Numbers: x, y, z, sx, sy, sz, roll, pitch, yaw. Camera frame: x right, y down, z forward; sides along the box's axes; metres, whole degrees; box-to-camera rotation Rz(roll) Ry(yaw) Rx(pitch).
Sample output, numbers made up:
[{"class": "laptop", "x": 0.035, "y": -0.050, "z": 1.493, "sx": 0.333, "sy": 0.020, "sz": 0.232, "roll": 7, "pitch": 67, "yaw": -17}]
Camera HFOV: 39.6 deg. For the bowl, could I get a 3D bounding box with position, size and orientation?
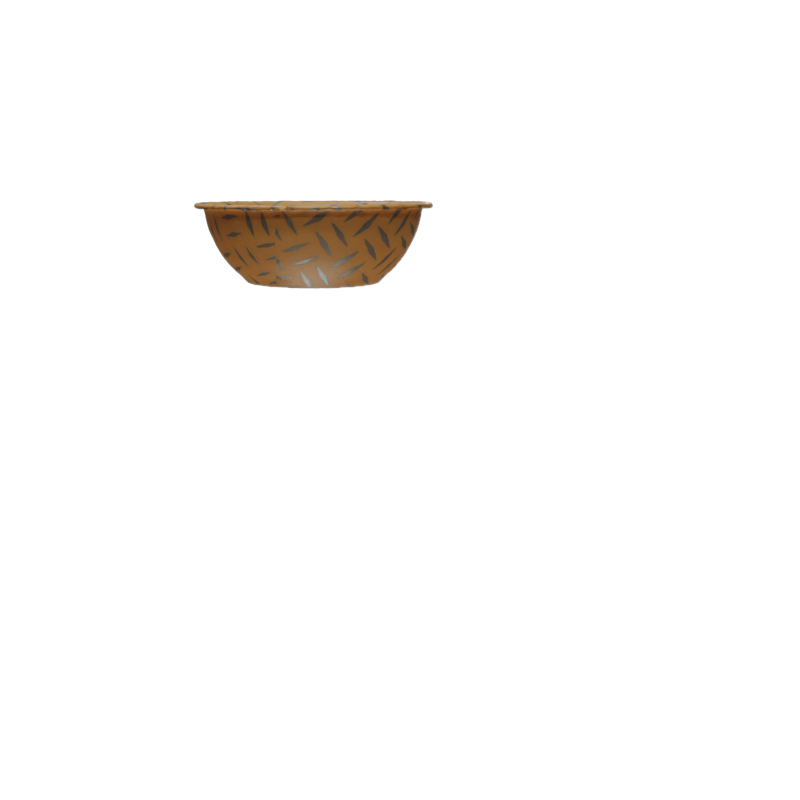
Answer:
[{"class": "bowl", "x": -0.059, "y": -0.107, "z": 0.753, "sx": 0.162, "sy": 0.054, "sz": 0.165, "roll": 0, "pitch": 11, "yaw": -2}]
